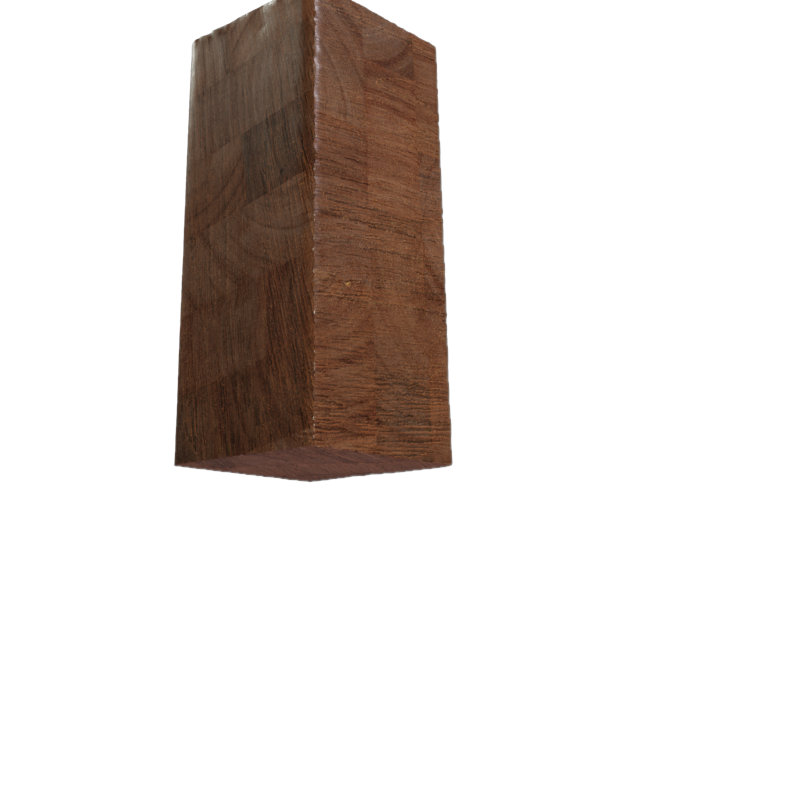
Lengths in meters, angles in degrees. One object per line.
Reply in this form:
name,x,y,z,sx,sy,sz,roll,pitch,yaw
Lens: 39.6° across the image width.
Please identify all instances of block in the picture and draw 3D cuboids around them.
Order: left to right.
block,-0.041,-0.073,0.515,0.092,0.215,0.085,-16,-22,40
